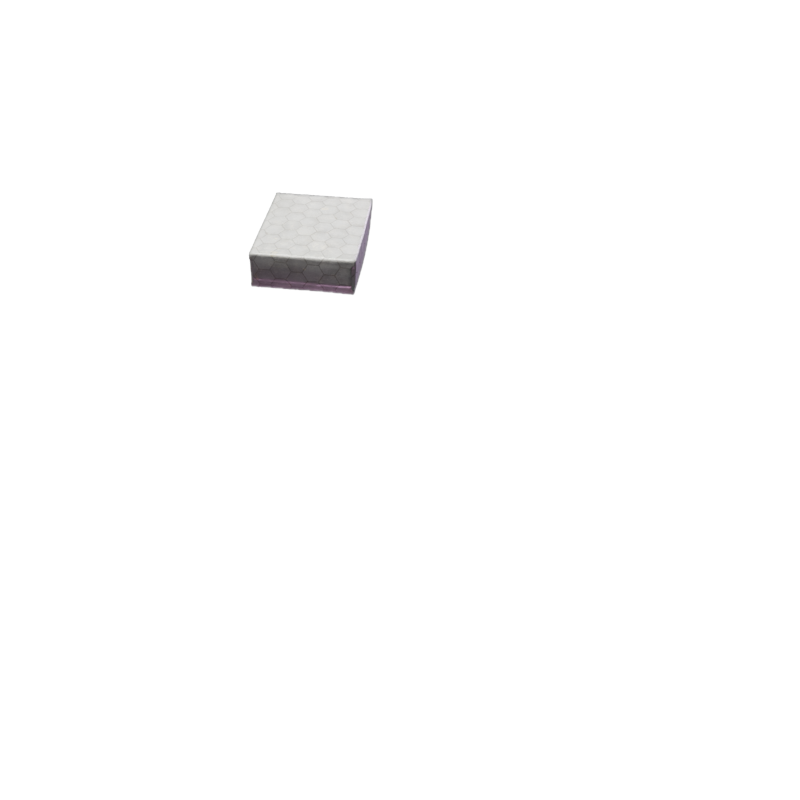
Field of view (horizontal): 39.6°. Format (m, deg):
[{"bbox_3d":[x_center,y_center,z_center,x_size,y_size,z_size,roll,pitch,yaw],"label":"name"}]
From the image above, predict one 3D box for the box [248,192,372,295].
[{"bbox_3d":[-0.075,-0.137,0.960,0.091,0.036,0.119,5,34,6],"label":"box"}]
